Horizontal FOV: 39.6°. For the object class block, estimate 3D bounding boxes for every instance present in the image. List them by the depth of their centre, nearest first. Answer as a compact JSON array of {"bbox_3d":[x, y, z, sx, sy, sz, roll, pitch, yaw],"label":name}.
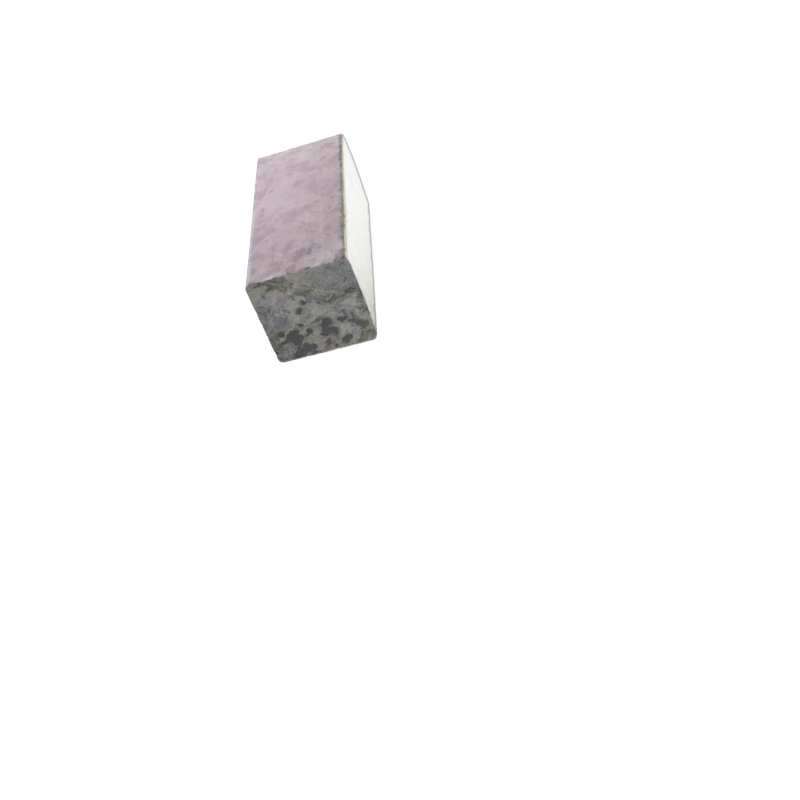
[{"bbox_3d":[-0.078,-0.142,0.997,0.091,0.083,0.221,-15,39,8],"label":"block"}]
